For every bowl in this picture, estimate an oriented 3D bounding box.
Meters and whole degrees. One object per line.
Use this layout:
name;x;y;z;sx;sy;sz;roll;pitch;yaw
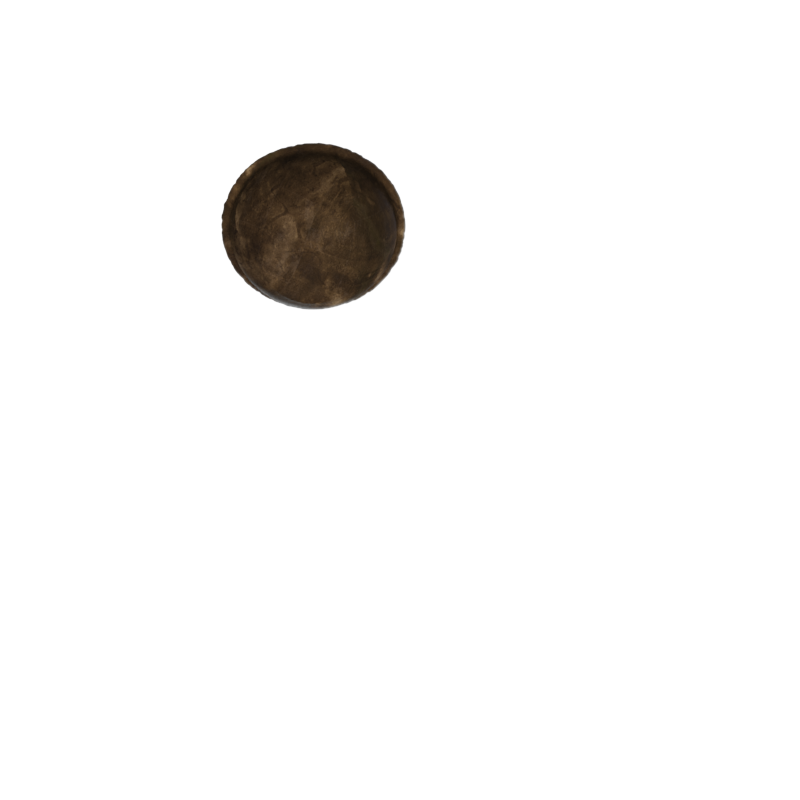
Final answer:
bowl;-0.074;-0.136;0.951;0.162;0.153;0.058;1;29;-1
